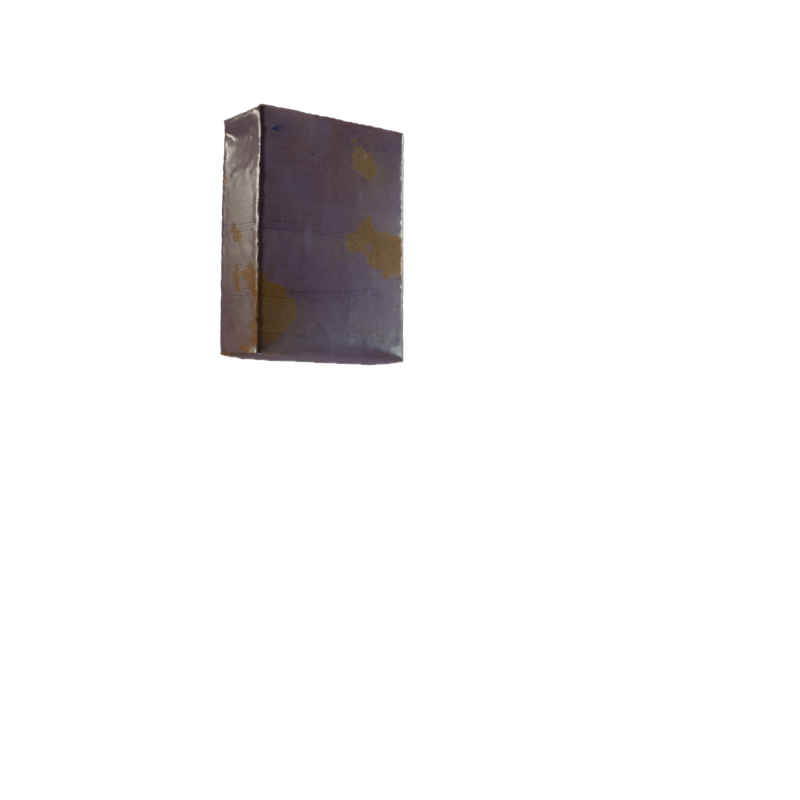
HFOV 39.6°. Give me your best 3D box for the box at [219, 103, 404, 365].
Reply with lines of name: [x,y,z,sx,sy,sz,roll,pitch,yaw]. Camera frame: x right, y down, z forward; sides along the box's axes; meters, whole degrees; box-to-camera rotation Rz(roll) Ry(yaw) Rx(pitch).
box: [-0.077,-0.141,0.988,0.157,0.218,0.074,5,-10,-39]
